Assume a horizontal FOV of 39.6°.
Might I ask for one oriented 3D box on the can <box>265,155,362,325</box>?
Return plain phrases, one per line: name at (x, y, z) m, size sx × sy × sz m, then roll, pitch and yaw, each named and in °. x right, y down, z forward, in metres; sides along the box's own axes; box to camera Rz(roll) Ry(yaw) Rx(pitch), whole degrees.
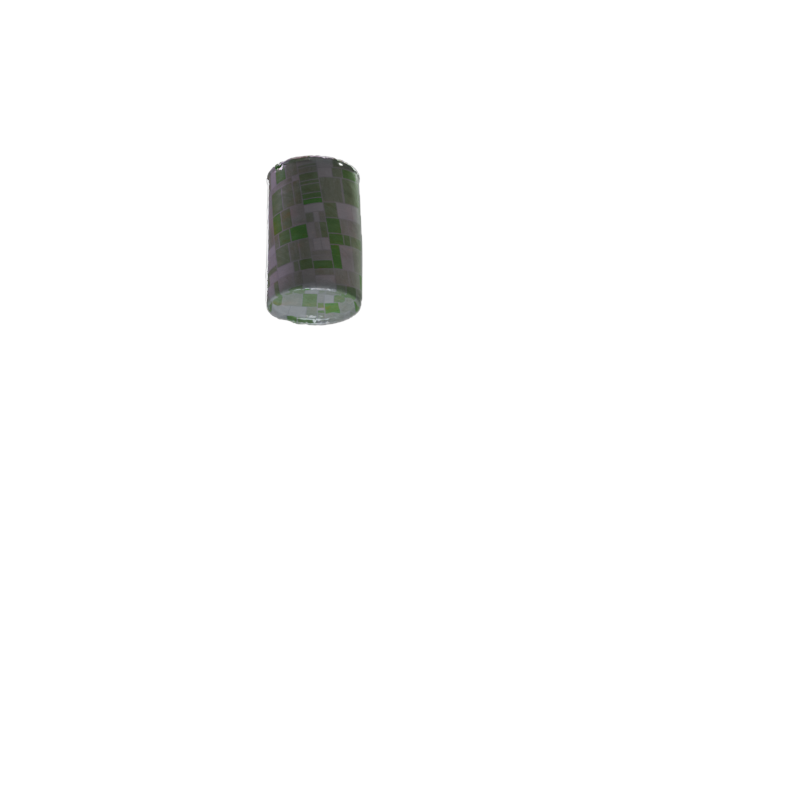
can at (-0.061, -0.112, 0.781) m, size 0.068 × 0.108 × 0.065 m, roll 0°, pitch -23°, yaw -2°
